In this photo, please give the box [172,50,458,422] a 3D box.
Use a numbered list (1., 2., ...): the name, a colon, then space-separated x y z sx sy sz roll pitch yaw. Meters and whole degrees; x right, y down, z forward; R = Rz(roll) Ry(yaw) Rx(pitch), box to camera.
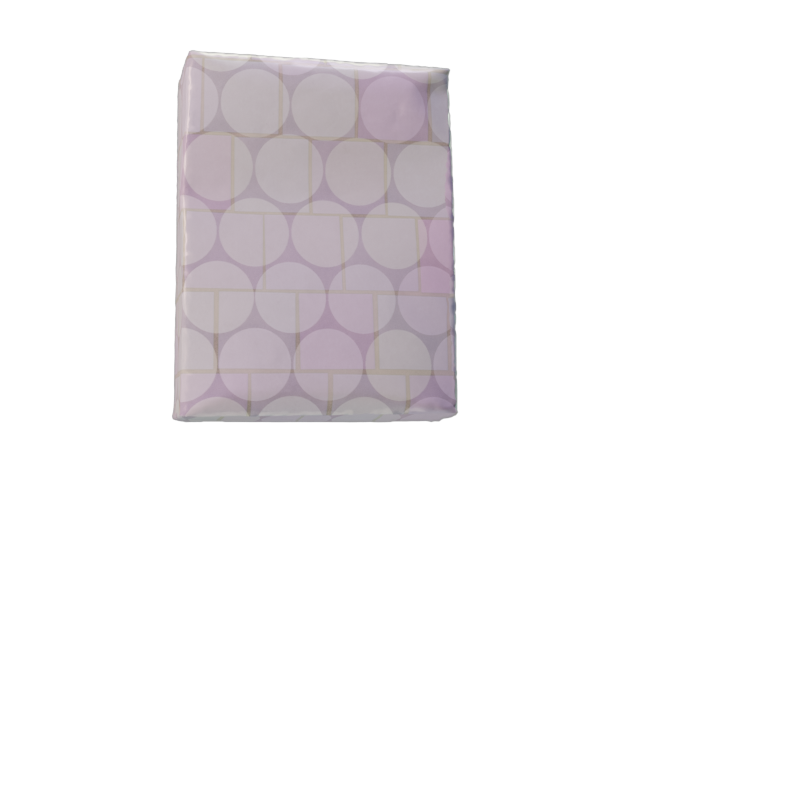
1. box: -0.052 -0.095 0.666 0.161 0.219 0.071 1 -9 -12
